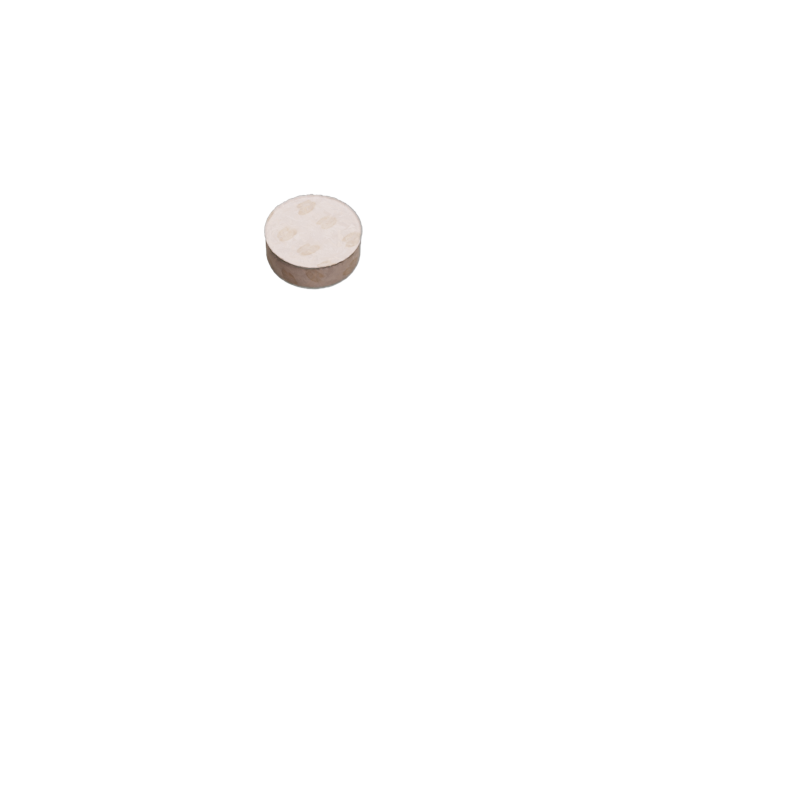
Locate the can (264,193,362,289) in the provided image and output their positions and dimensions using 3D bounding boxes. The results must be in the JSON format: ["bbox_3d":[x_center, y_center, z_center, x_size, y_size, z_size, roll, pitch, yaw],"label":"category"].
[{"bbox_3d":[-0.077,-0.140,0.979,0.086,0.092,0.031,-1,-38,-1],"label":"can"}]
